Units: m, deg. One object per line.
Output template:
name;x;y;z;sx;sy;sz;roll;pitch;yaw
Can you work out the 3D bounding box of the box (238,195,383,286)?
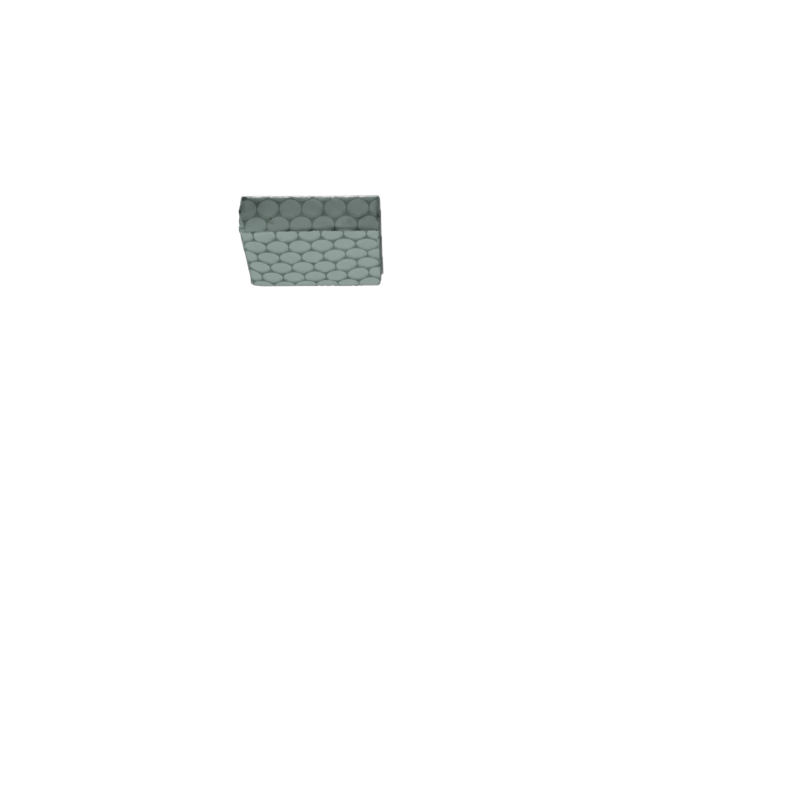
box;-0.071;-0.129;0.902;0.114;0.041;0.084;-1;-26;2
